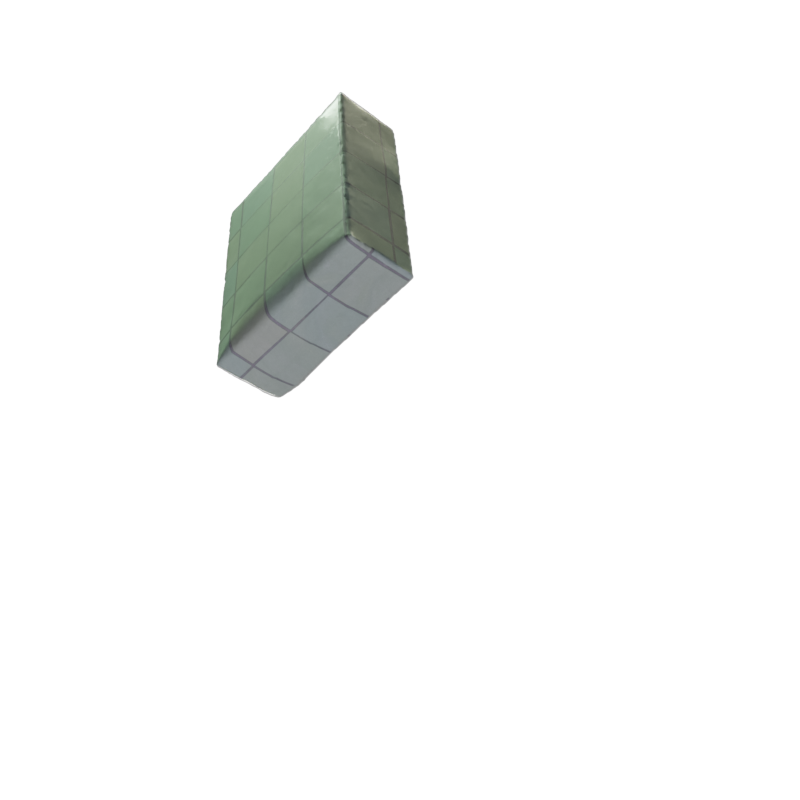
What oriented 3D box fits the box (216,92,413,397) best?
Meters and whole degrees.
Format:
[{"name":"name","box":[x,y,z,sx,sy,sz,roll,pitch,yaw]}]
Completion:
[{"name":"box","box":[-0.072,-0.131,0.916,0.068,0.229,0.161,32,-58,-28]}]
